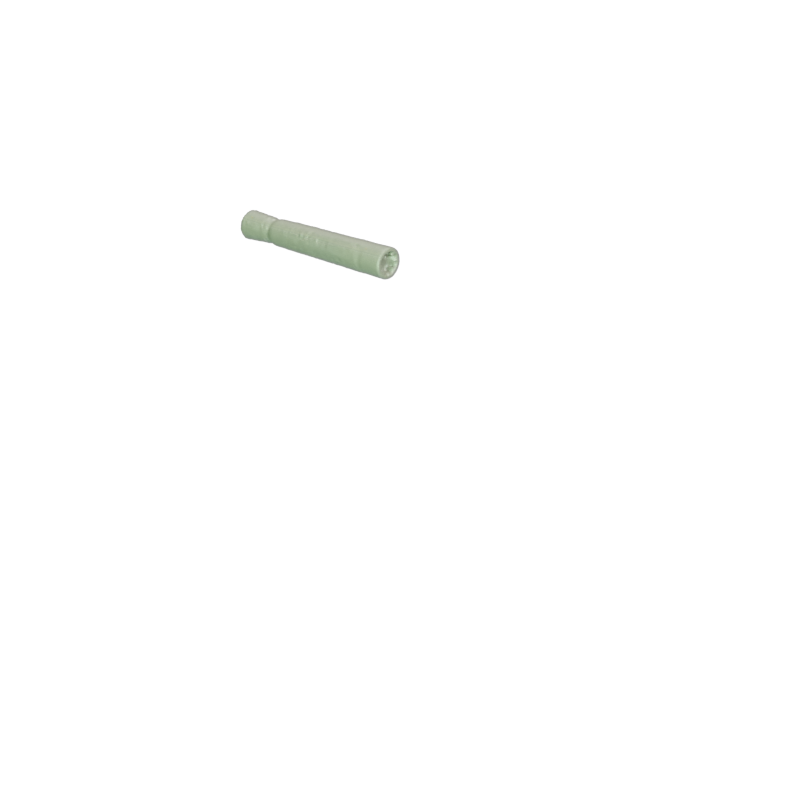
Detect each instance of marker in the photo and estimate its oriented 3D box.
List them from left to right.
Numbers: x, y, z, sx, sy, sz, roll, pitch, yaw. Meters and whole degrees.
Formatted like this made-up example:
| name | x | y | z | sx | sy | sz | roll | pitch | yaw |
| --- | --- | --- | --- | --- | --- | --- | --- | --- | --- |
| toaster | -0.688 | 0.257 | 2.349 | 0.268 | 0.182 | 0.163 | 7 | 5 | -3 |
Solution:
| name | x | y | z | sx | sy | sz | roll | pitch | yaw |
| --- | --- | --- | --- | --- | --- | --- | --- | --- | --- |
| marker | -0.052 | -0.094 | 0.662 | 0.128 | 0.019 | 0.019 | 21 | 17 | 40 |
